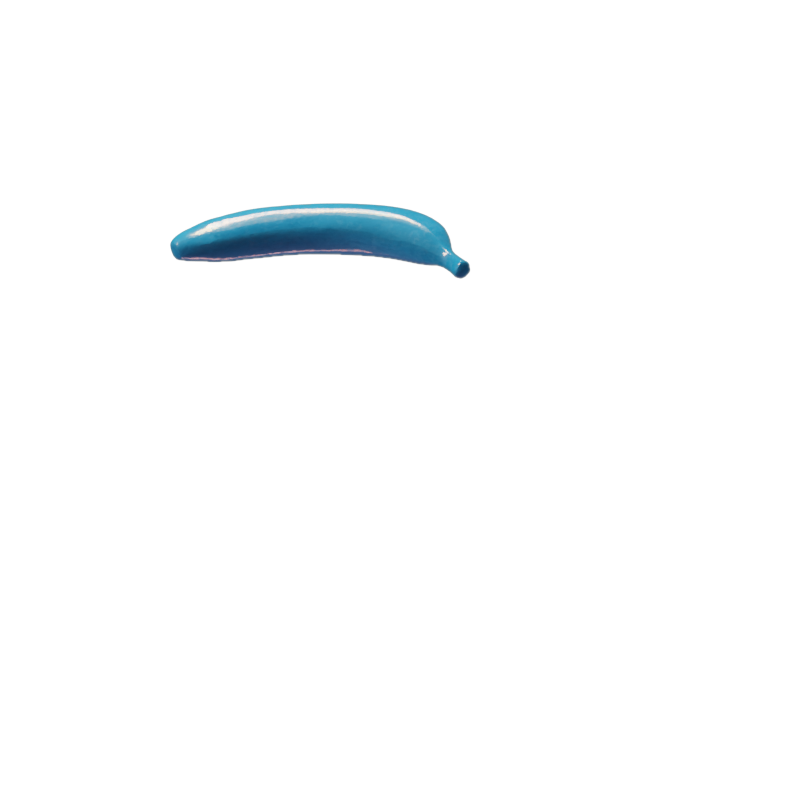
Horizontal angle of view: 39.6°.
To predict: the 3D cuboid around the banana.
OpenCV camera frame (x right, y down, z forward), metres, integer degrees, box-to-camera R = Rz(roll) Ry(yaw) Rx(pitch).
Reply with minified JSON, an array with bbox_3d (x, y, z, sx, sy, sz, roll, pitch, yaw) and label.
[{"bbox_3d":[-0.053,-0.111,0.750,0.200,0.035,0.072,3,21,6],"label":"banana"}]
